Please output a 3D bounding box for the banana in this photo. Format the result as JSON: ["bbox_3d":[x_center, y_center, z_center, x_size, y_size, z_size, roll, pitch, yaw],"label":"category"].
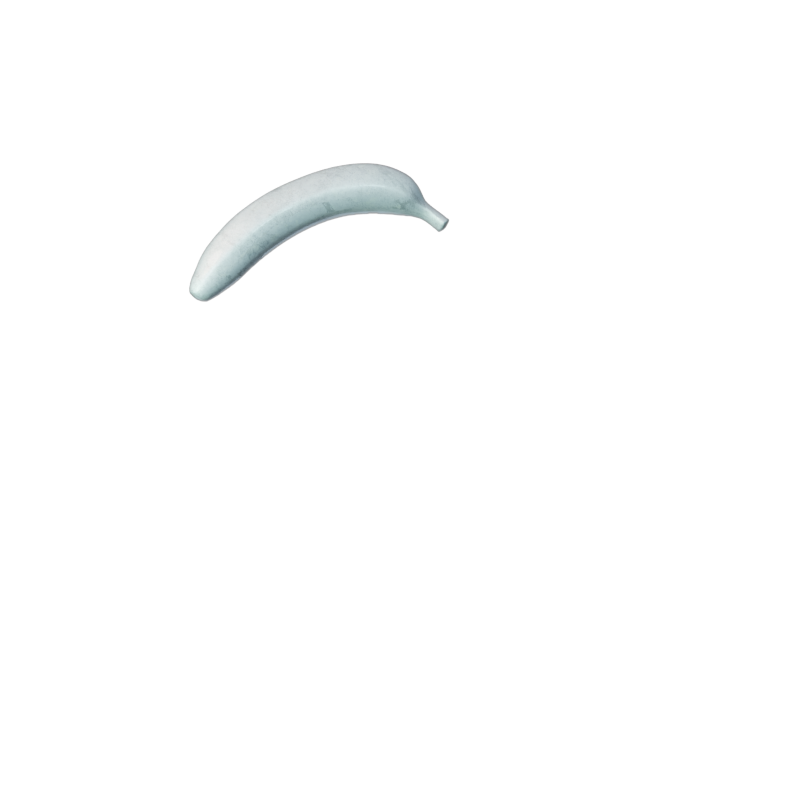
[{"bbox_3d":[-0.066,-0.131,0.806,0.196,0.074,0.035,-19,-27,-10],"label":"banana"}]
